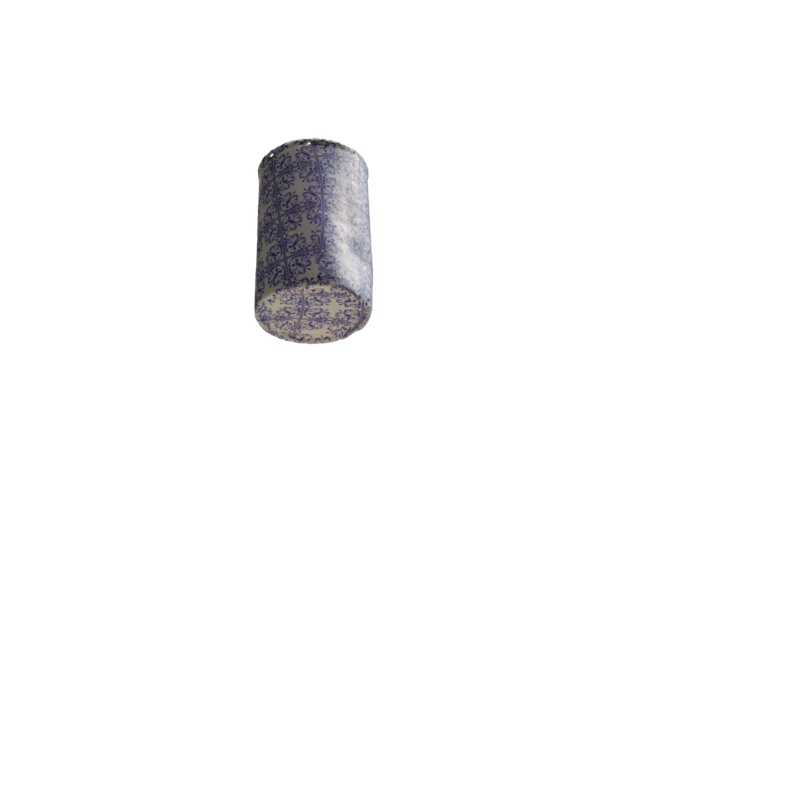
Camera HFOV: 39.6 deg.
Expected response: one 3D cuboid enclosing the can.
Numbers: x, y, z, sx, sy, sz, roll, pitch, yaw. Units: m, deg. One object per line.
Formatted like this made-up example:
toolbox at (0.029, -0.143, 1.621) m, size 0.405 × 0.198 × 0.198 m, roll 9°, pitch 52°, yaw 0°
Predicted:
can at (-0.051, -0.093, 0.650) m, size 0.068 × 0.109 × 0.064 m, roll -1°, pitch -31°, yaw -2°
